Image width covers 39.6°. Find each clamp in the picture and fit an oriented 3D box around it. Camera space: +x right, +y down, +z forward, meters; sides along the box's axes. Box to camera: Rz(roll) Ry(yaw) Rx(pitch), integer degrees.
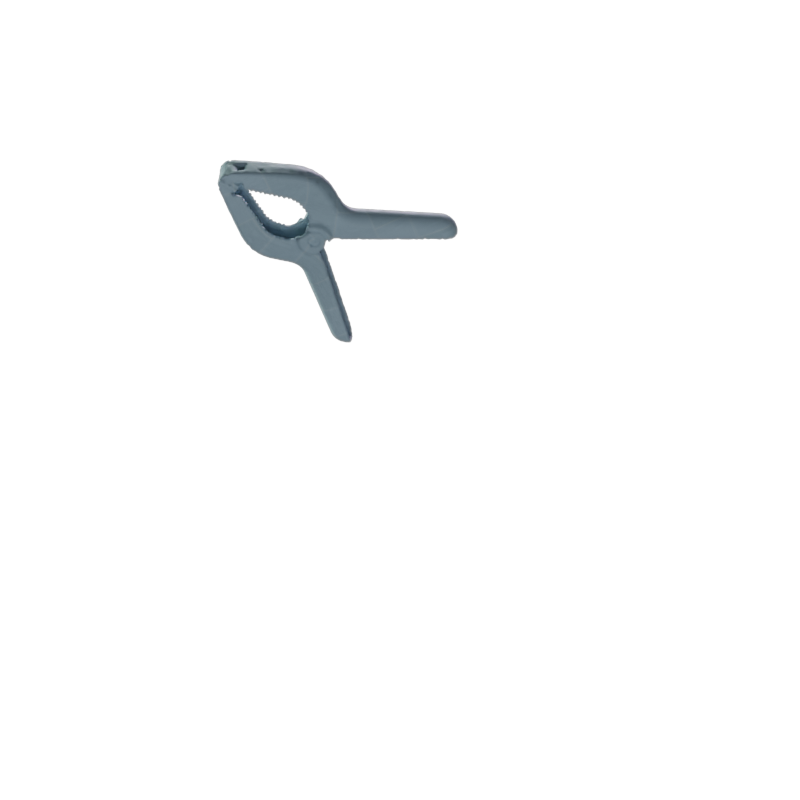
[{"bbox_3d":[-0.078,-0.142,0.993,0.202,0.160,0.039,26,31,-17],"label":"clamp"}]
